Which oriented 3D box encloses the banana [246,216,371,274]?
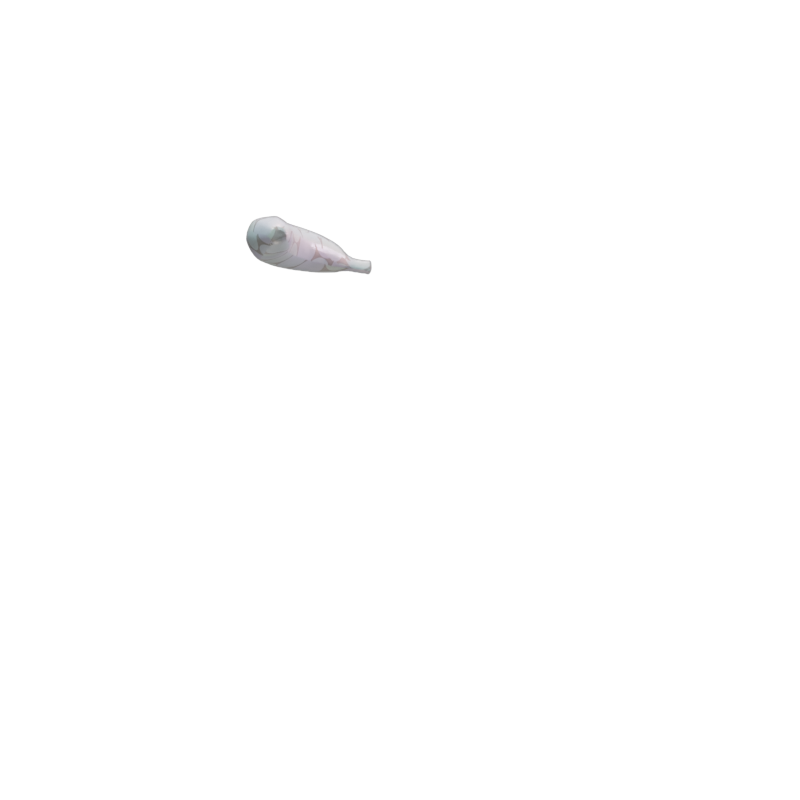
[{"bbox_3d":[-0.088,-0.131,0.925,0.071,0.037,0.191,0,0,20],"label":"banana"}]
